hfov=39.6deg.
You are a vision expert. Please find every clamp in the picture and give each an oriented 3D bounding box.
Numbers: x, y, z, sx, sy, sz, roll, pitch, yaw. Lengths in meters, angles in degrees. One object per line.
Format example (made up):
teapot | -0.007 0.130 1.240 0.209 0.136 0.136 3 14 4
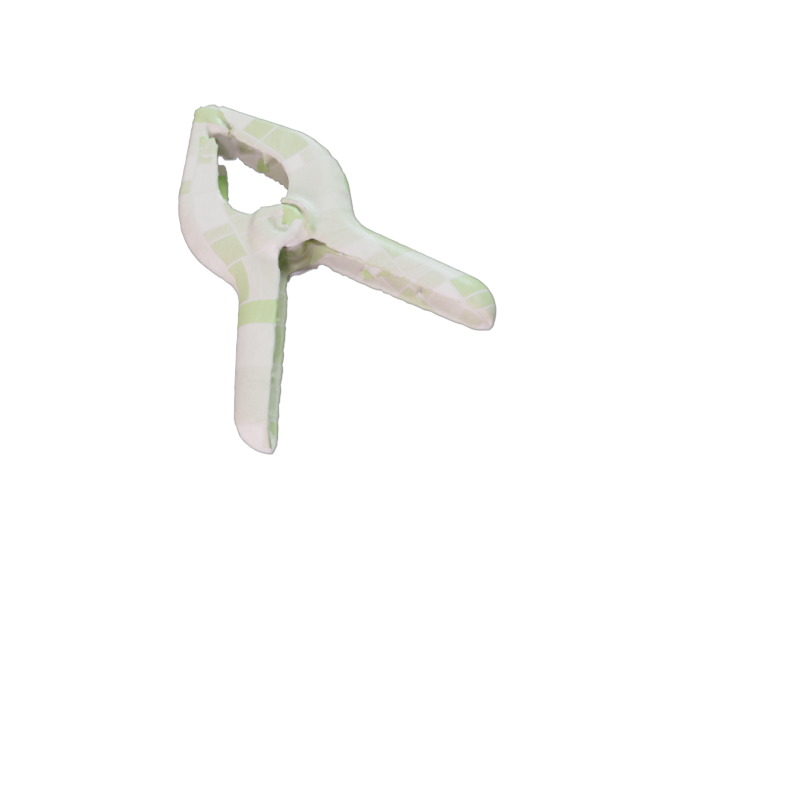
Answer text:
clamp | -0.039 -0.071 0.496 0.119 0.183 0.037 -19 -27 -10
